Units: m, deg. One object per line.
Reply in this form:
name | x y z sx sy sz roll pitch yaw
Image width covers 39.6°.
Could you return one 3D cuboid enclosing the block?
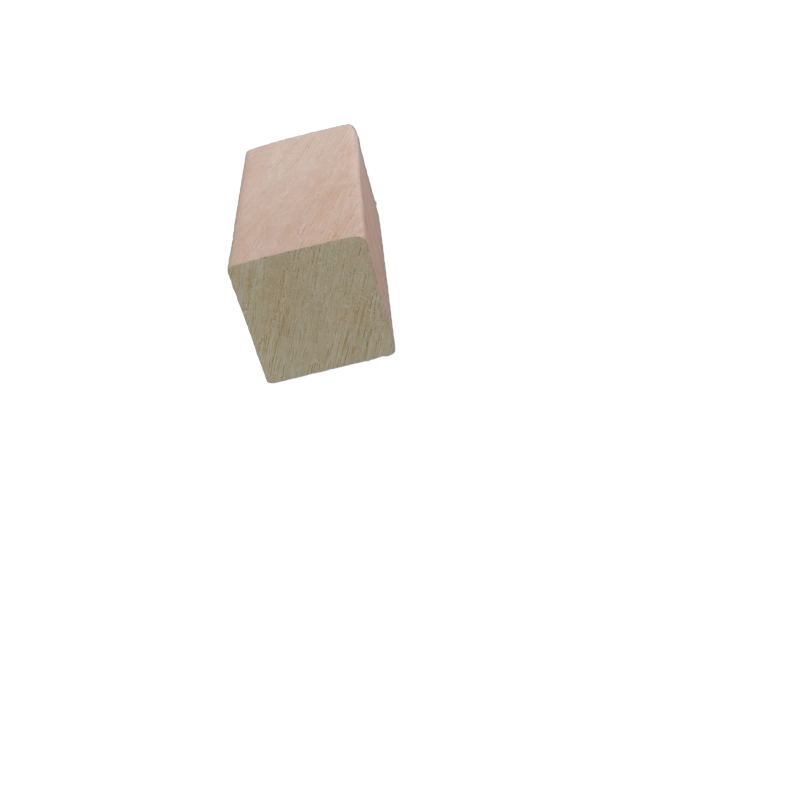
block | -0.061 -0.113 0.791 0.090 0.085 0.219 -14 31 4
